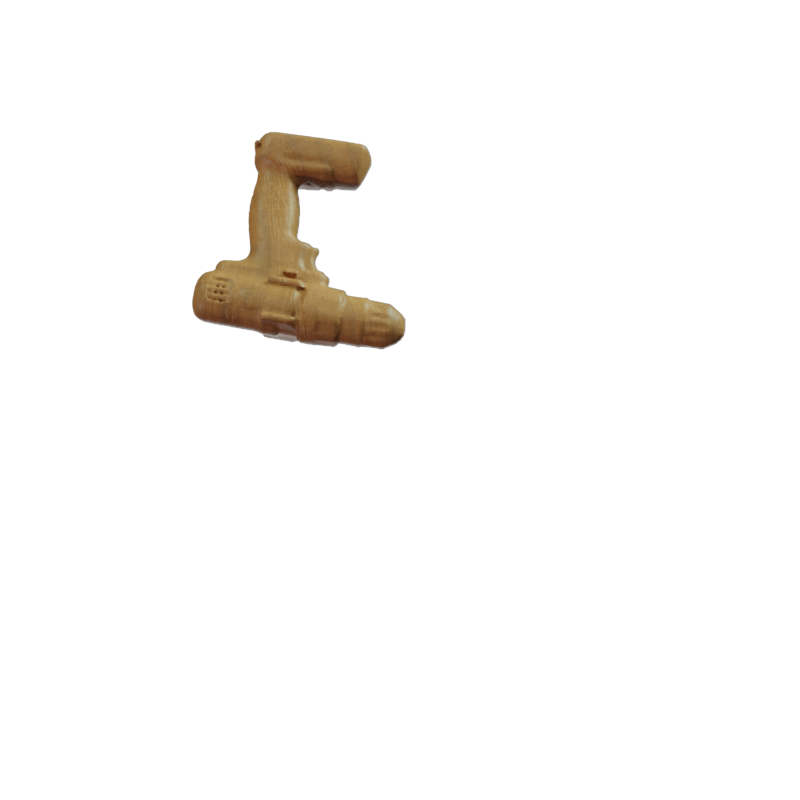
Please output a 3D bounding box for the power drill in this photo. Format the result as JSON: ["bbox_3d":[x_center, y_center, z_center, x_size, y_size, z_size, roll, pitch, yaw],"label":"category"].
[{"bbox_3d":[-0.077,-0.140,0.978,0.186,0.197,0.054,9,-25,4],"label":"power drill"}]
